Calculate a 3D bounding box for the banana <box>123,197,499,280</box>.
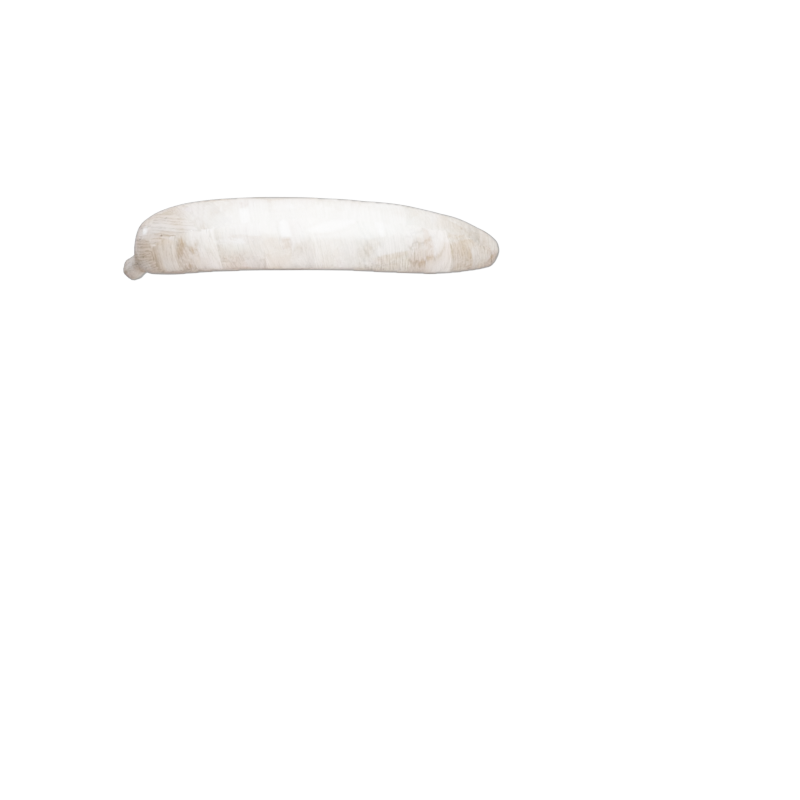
[{"bbox_3d":[-0.049,-0.081,0.554,0.199,0.037,0.069,0,0,5],"label":"banana"}]
